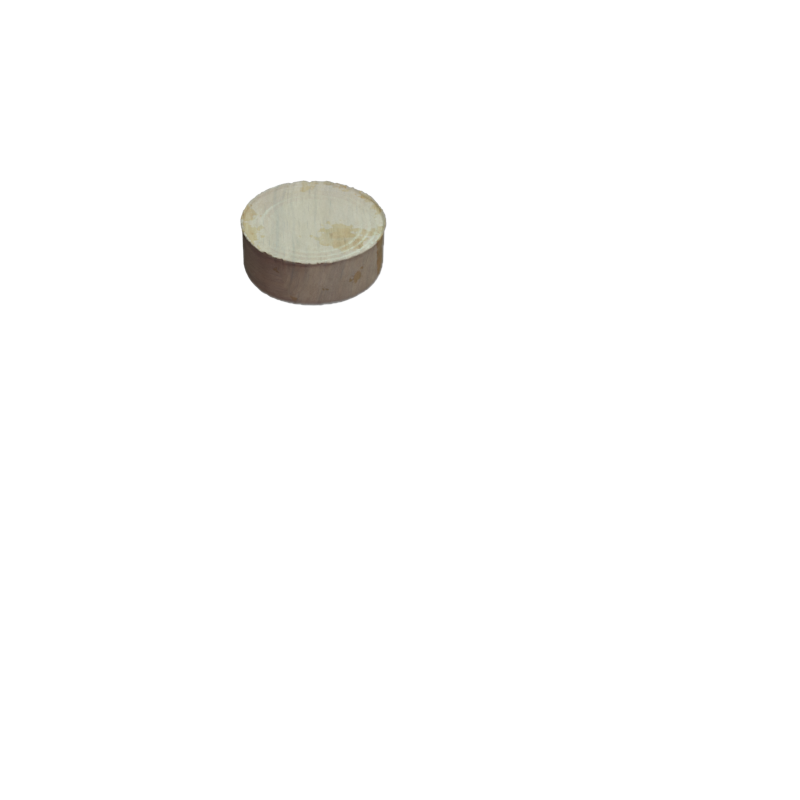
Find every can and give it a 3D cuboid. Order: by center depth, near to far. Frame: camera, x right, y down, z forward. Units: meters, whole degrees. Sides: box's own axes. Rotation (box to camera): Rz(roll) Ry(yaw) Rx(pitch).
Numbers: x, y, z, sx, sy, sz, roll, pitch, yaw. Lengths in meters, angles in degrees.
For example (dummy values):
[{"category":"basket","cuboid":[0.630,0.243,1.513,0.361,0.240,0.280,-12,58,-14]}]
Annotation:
[{"category":"can","cuboid":[-0.052,-0.094,0.661,0.086,0.031,0.092,-1,40,-2]}]
